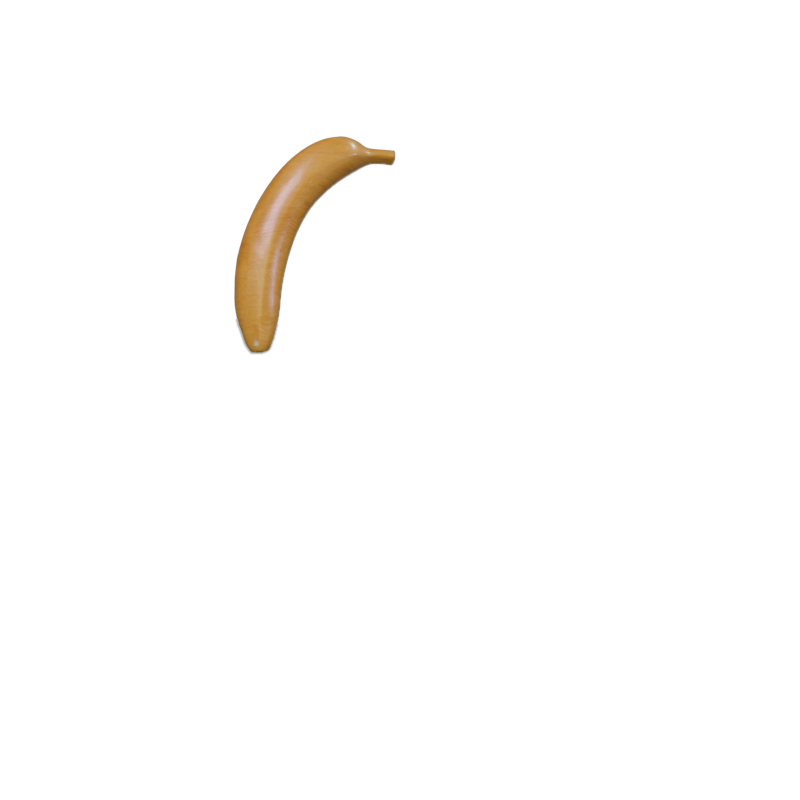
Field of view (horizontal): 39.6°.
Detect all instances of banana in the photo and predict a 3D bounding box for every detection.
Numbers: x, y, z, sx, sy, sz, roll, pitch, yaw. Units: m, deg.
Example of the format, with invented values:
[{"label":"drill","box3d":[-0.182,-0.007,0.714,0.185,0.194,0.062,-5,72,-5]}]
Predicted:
[{"label":"banana","box3d":[-0.079,-0.130,0.829,0.071,0.203,0.035,28,-19,9]}]
